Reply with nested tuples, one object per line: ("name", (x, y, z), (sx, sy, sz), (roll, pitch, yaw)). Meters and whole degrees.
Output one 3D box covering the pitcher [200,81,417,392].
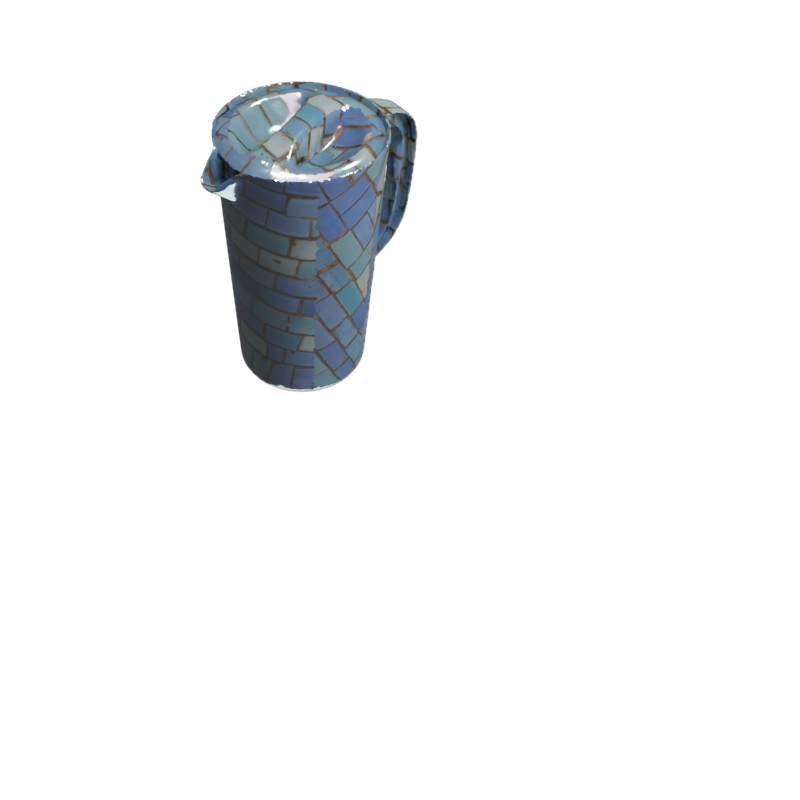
("pitcher", (-0.070, -0.128, 0.897), (0.150, 0.226, 0.154), (7, 45, 4))
